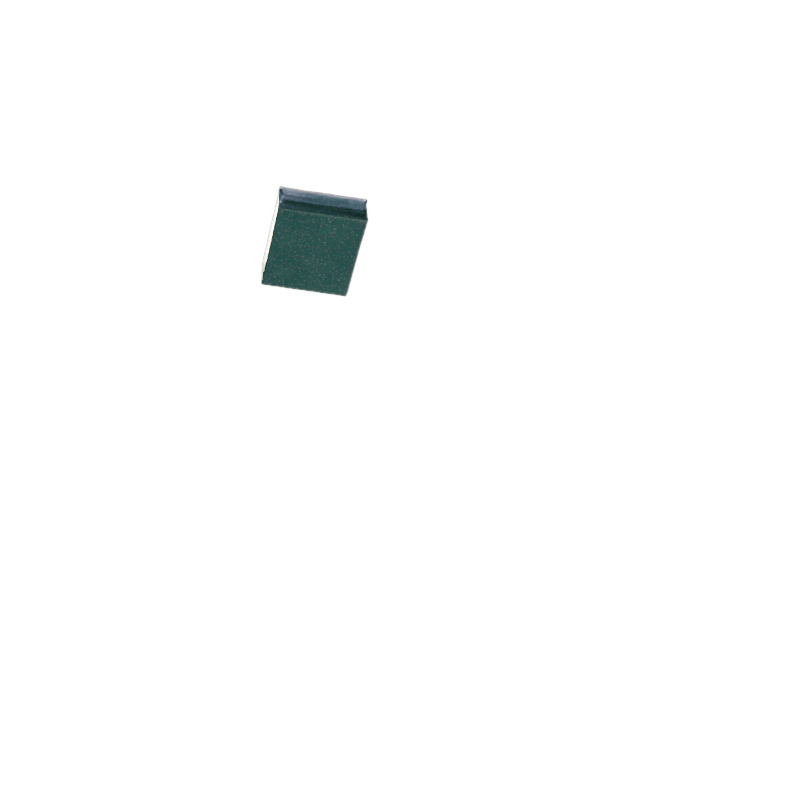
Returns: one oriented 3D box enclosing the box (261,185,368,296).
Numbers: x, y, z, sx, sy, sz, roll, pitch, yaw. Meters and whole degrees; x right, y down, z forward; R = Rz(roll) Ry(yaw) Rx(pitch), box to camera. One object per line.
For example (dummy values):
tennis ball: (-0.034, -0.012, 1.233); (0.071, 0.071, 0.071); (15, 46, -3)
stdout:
box: (-0.071, -0.129, 0.902); (0.072, 0.032, 0.084); (8, -46, -9)
